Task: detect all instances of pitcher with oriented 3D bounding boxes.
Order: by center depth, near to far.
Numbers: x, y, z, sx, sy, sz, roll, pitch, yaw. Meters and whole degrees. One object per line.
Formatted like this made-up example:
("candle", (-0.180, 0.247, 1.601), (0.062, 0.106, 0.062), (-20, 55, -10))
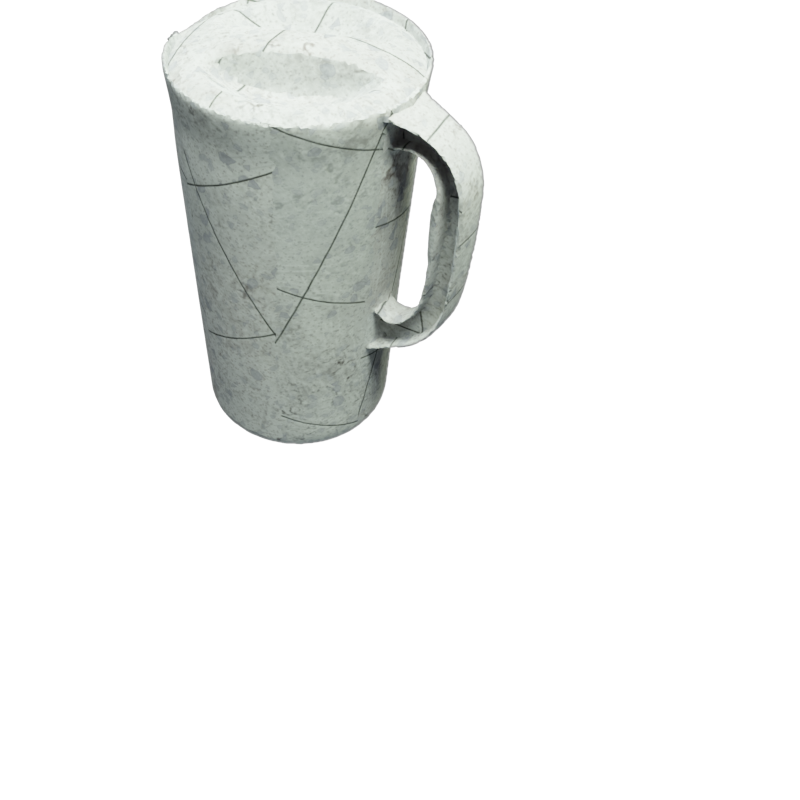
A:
("pitcher", (-0.048, -0.087, 0.607), (0.144, 0.226, 0.161), (-5, 44, -9))
